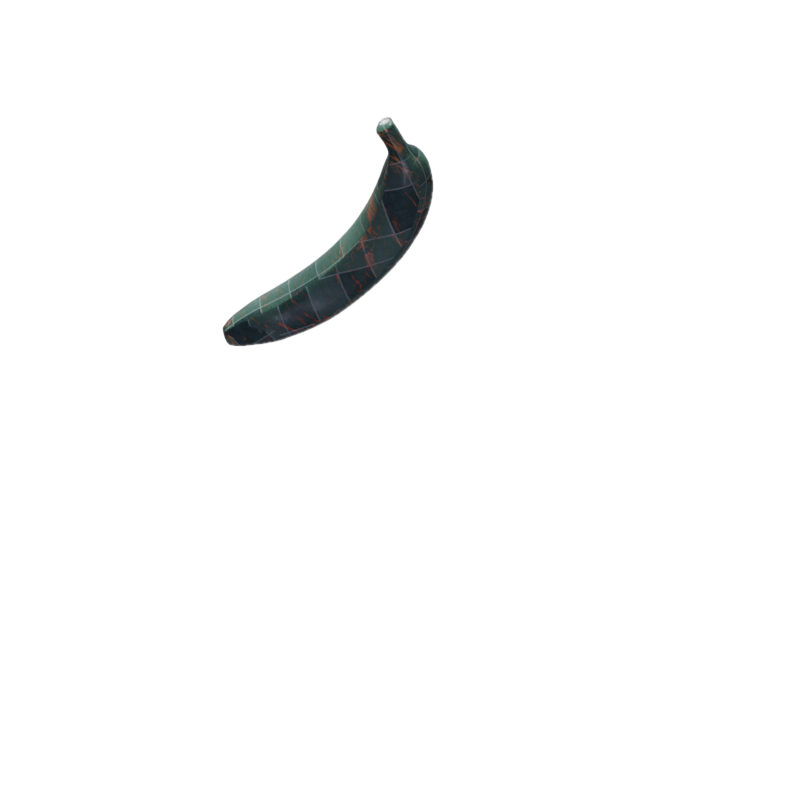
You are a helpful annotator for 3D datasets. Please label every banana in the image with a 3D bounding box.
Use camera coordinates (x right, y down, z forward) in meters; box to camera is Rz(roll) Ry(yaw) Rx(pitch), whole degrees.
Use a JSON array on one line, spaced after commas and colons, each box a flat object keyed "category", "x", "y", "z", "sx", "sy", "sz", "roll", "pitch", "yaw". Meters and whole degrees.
[{"category": "banana", "x": -0.036, "y": -0.094, "z": 0.690, "sx": 0.067, "sy": 0.039, "sz": 0.192, "roll": 27, "pitch": -56, "yaw": -22}]
